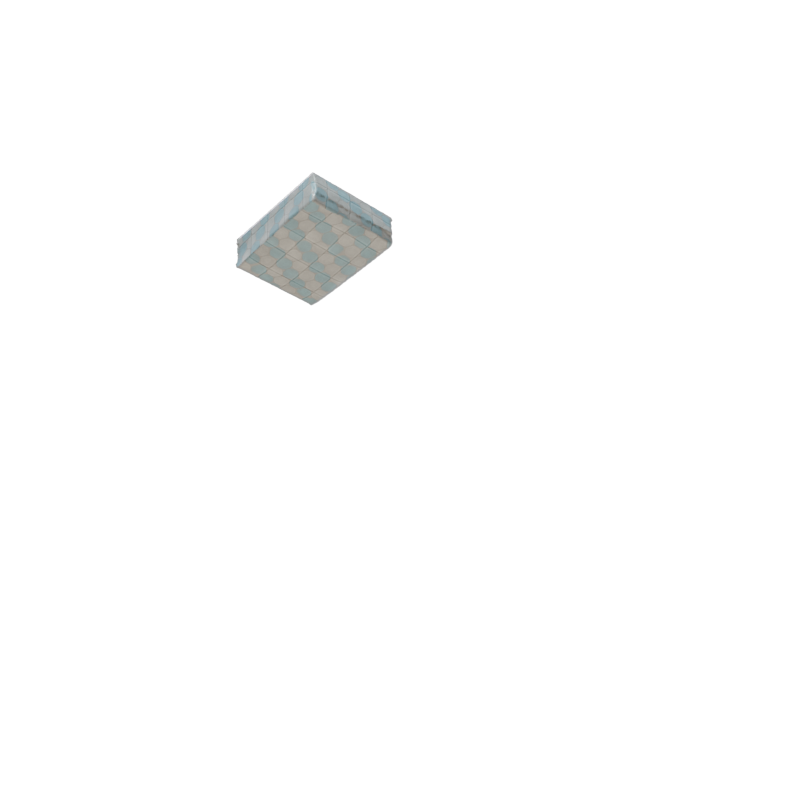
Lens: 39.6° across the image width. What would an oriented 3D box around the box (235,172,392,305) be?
[{"bbox_3d":[-0.076,-0.138,0.968,0.085,0.042,0.112,29,-48,-31],"label":"box"}]
